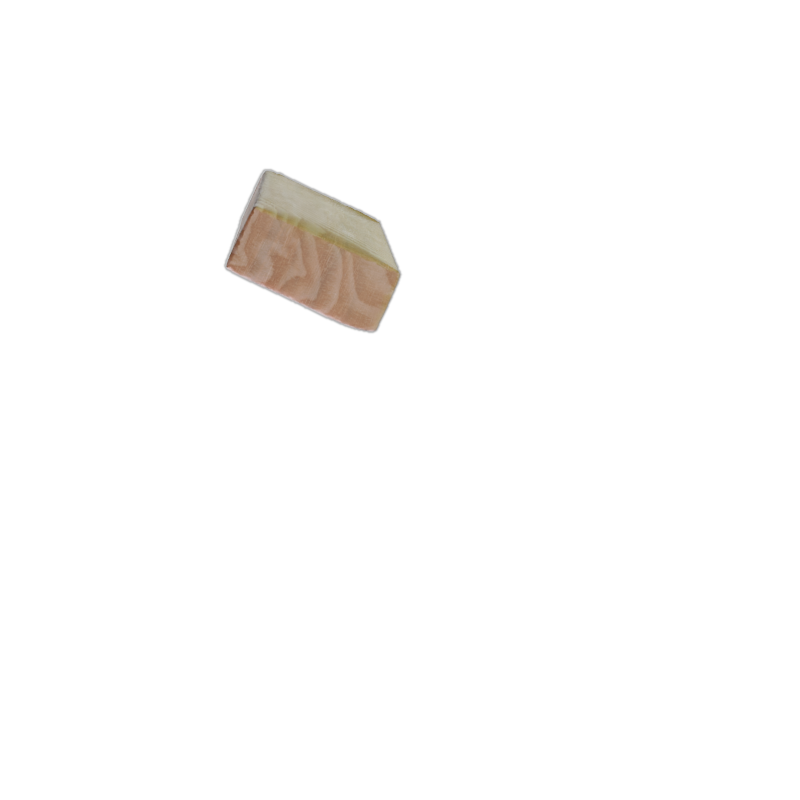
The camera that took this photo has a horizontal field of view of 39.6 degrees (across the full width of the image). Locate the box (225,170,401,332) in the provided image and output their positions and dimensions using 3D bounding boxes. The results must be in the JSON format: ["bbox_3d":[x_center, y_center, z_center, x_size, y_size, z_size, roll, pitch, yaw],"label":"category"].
[{"bbox_3d":[-0.054,-0.099,0.694,0.092,0.047,0.184,23,17,-11],"label":"box"}]
